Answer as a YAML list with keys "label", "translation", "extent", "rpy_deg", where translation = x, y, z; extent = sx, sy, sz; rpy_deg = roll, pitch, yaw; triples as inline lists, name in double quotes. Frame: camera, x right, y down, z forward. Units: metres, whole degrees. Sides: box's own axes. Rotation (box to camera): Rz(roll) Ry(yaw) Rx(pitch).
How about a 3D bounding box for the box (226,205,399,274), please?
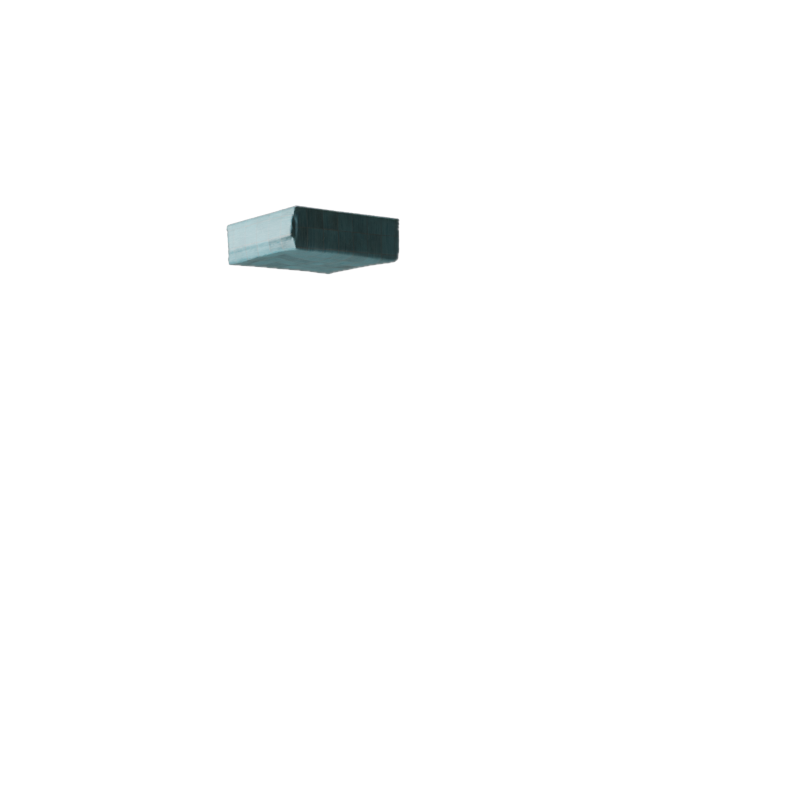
- label: "box"
  translation: [-0.070, -0.128, 0.896]
  extent: [0.108, 0.040, 0.092]
  rpy_deg: [3, -4, -42]
